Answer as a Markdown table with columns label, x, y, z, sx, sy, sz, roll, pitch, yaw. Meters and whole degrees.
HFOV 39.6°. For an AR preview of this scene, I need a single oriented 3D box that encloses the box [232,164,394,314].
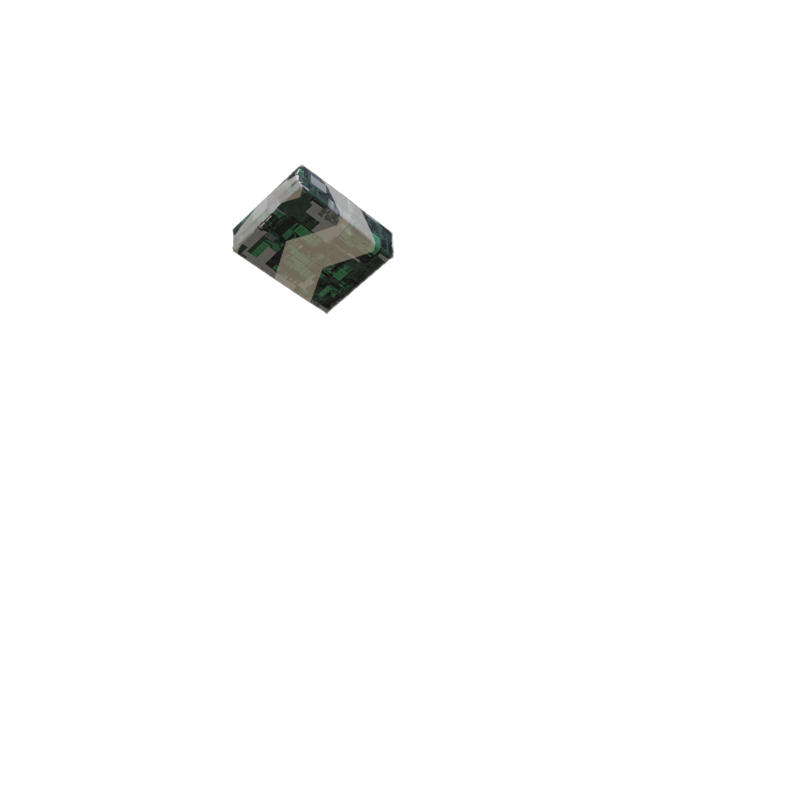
| label | x | y | z | sx | sy | sz | roll | pitch | yaw |
| --- | --- | --- | --- | --- | --- | --- | --- | --- | --- |
| box | -0.075 | -0.136 | 0.954 | 0.107 | 0.042 | 0.089 | 36 | -60 | -26 |
